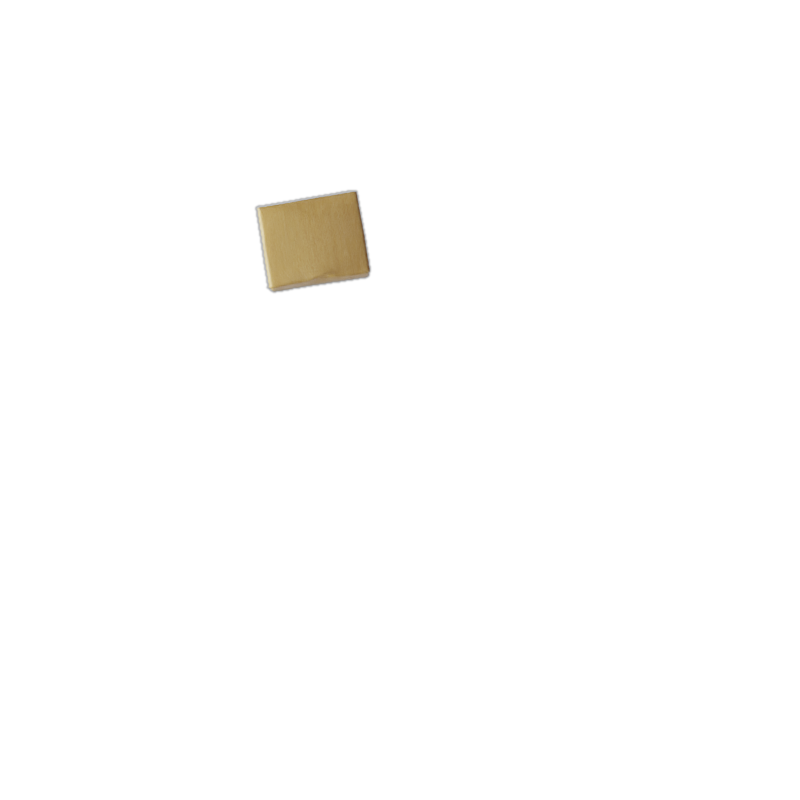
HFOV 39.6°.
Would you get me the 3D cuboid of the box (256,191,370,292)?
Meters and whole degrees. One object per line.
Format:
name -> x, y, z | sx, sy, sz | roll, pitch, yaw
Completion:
box -> -0.075, -0.137, 0.957 | 0.089, 0.075, 0.029 | -9, -10, -2
